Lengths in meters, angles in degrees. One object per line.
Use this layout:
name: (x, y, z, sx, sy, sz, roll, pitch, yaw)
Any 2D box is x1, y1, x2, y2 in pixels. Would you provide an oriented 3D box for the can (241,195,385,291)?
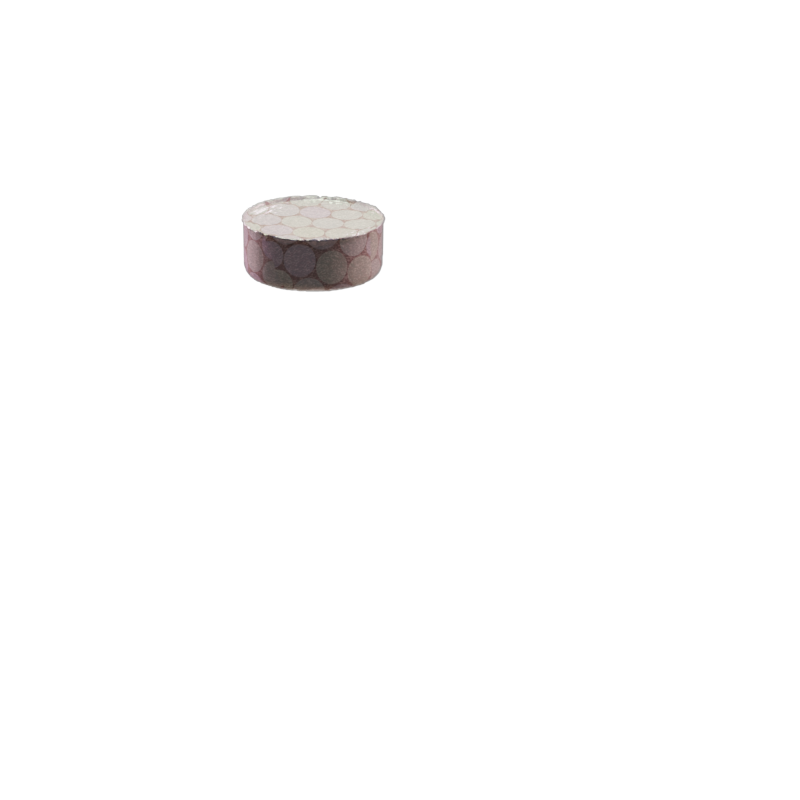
can: (-0.052, -0.096, 0.669, 0.086, 0.032, 0.090, -1, 26, -2)
